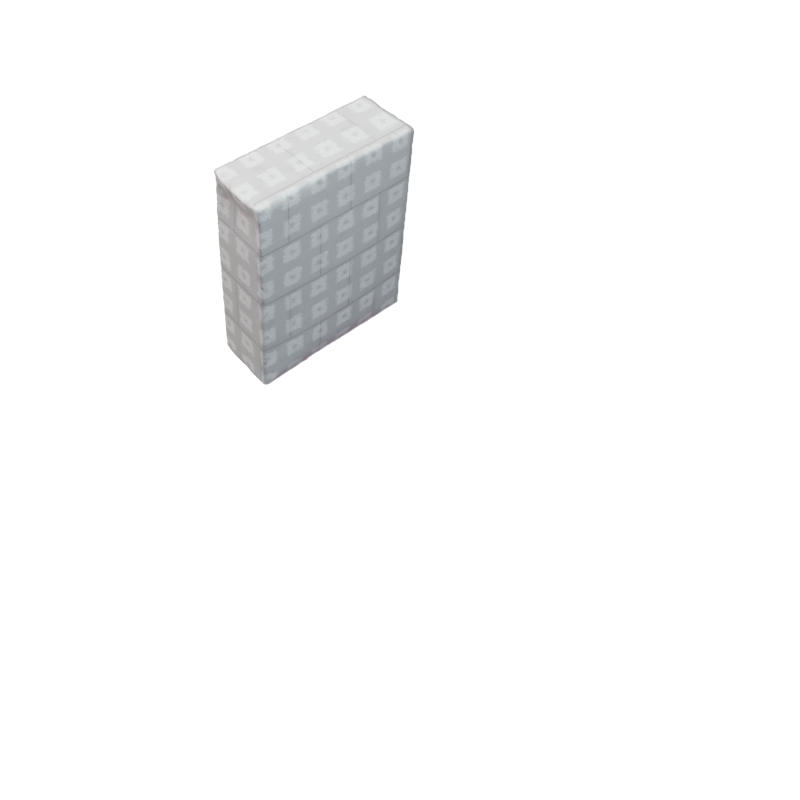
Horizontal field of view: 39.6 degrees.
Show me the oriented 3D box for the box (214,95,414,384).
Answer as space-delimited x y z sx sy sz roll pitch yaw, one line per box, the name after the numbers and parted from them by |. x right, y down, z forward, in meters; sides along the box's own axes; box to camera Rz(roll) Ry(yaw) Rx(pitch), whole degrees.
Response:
-0.076 -0.138 0.966 0.165 0.199 0.077 -33 58 -28 | box
